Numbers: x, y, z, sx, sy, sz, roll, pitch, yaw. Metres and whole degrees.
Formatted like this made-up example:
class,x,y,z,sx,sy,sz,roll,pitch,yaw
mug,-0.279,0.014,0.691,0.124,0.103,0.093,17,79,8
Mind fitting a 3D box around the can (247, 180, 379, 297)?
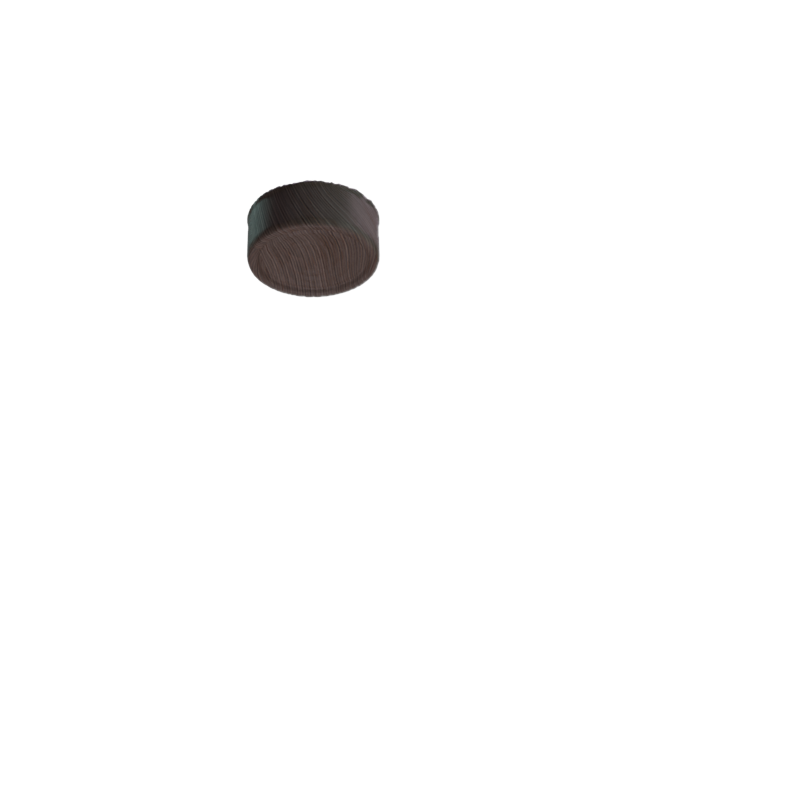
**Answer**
class,x,y,z,sx,sy,sz,roll,pitch,yaw
can,-0.056,-0.101,0.710,0.086,0.036,0.081,1,-30,-2
